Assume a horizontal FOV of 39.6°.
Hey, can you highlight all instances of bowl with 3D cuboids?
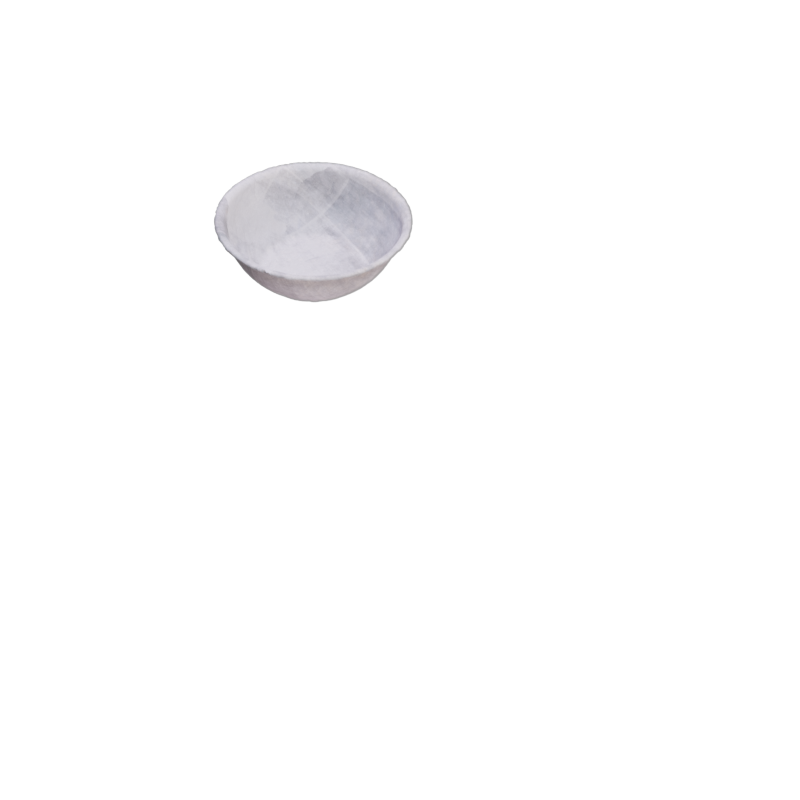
[{"bbox_3d":[-0.072,-0.131,0.916,0.162,0.051,0.174,-1,42,-2],"label":"bowl"}]
